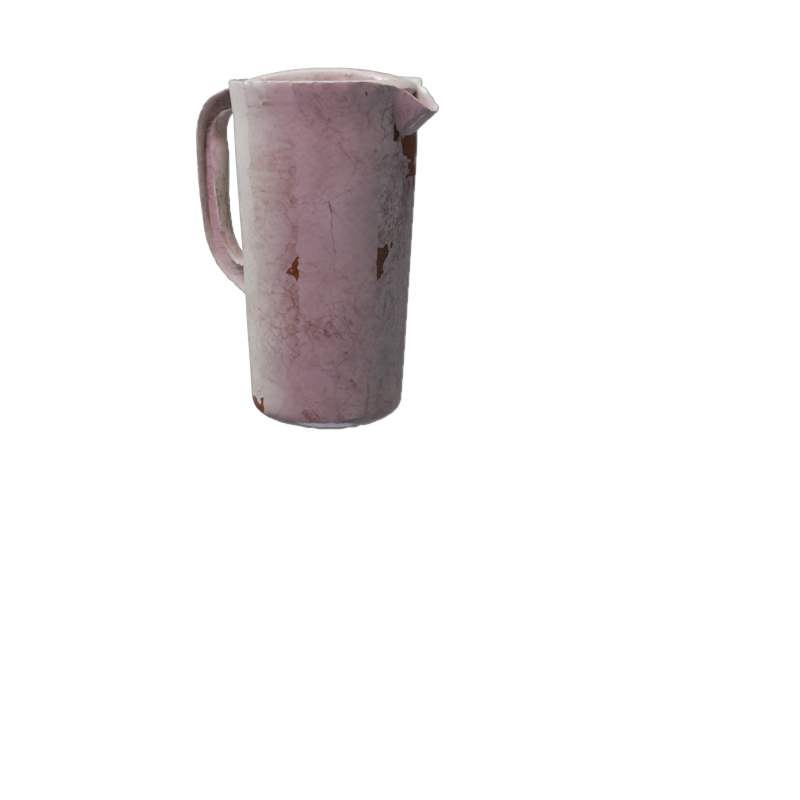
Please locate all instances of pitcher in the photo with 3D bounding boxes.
[{"bbox_3d":[-0.061,-0.112,0.783,0.142,0.237,0.156,-3,13,-17],"label":"pitcher"}]
